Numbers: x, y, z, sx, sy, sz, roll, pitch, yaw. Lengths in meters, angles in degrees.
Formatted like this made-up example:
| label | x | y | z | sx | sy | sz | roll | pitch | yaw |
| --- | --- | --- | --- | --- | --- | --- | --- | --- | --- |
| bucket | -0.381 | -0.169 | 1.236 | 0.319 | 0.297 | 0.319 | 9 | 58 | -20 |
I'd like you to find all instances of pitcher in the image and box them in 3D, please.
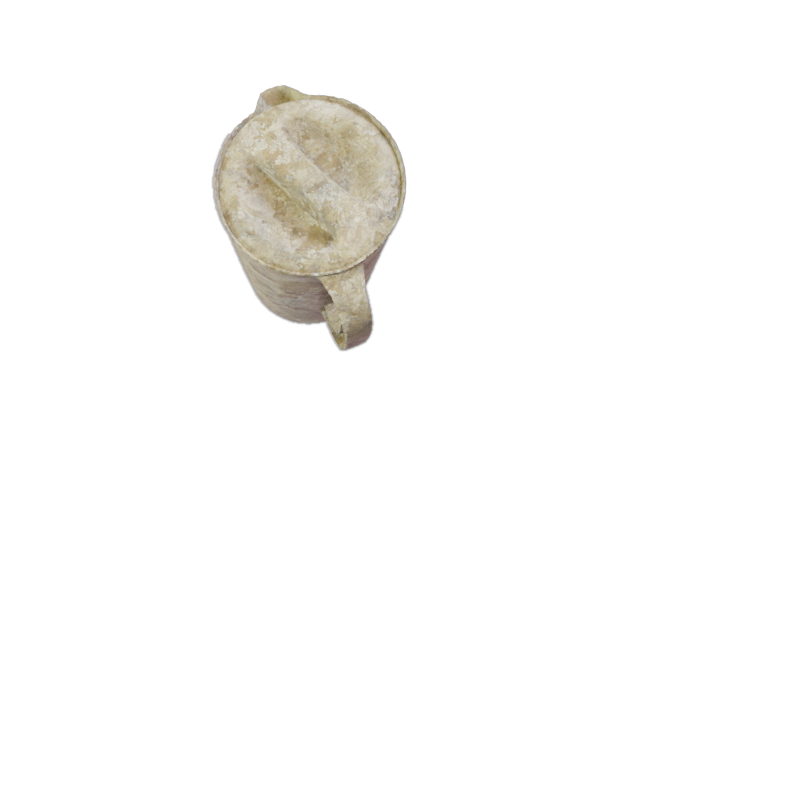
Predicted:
| label | x | y | z | sx | sy | sz | roll | pitch | yaw |
| --- | --- | --- | --- | --- | --- | --- | --- | --- | --- |
| pitcher | -0.068 | -0.124 | 0.870 | 0.146 | 0.152 | 0.236 | 24 | -11 | 1 |
